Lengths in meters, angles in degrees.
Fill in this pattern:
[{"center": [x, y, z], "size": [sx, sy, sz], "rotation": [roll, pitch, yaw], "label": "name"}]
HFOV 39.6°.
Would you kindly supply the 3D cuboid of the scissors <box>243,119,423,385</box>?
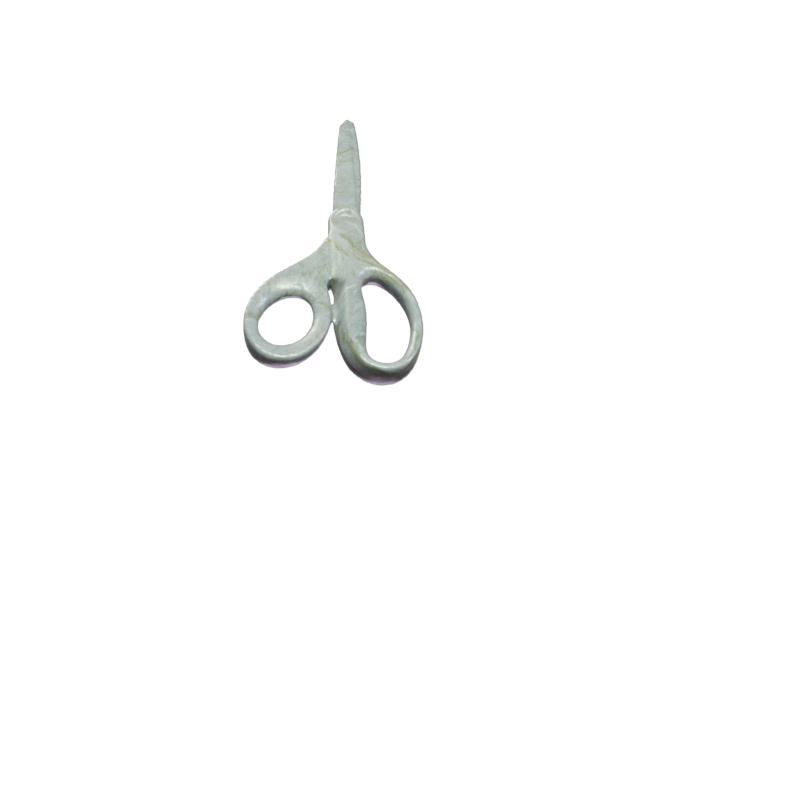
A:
[{"center": [-0.046, -0.084, 0.588], "size": [0.095, 0.015, 0.218], "rotation": [-11, 47, -10], "label": "scissors"}]
